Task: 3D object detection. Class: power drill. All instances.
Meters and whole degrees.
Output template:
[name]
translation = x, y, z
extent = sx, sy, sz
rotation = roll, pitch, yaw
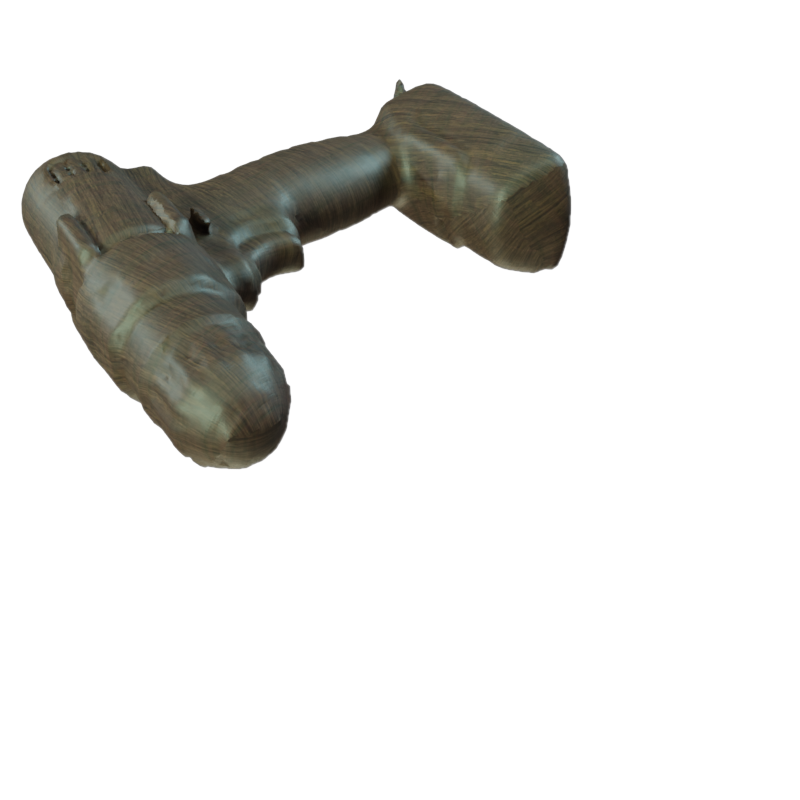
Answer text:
[power drill]
translation = -0.032, -0.059, 0.413
extent = 0.185, 0.054, 0.199
rotation = -18, 40, -24
